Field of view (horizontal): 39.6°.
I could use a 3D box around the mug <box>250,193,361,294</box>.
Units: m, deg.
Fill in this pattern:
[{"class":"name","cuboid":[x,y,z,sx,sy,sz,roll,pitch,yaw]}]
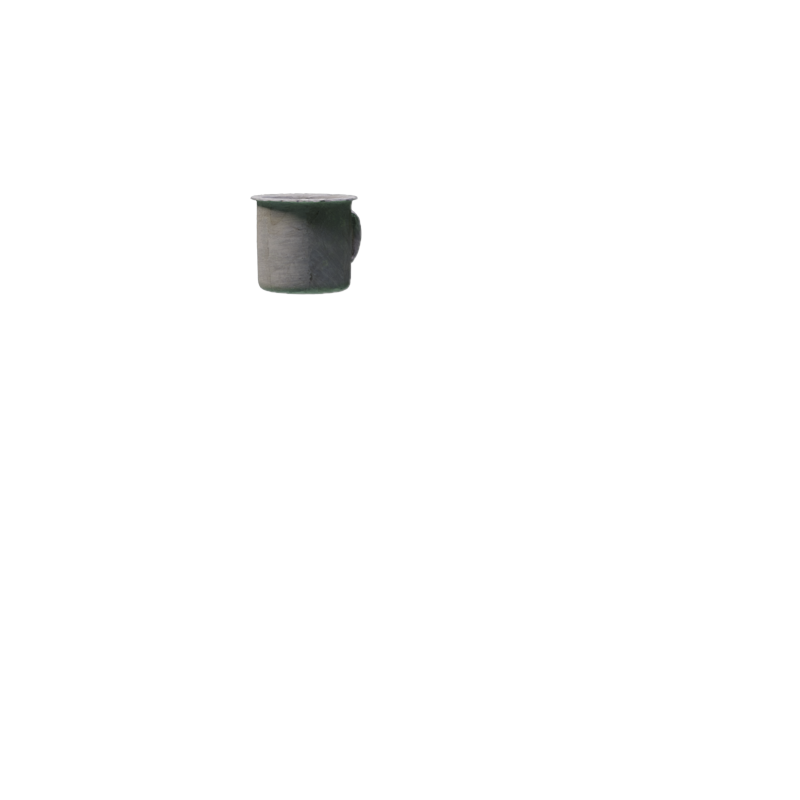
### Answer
[{"class":"mug","cuboid":[-0.076,-0.139,0.973,0.098,0.080,0.114,8,13,37]}]
